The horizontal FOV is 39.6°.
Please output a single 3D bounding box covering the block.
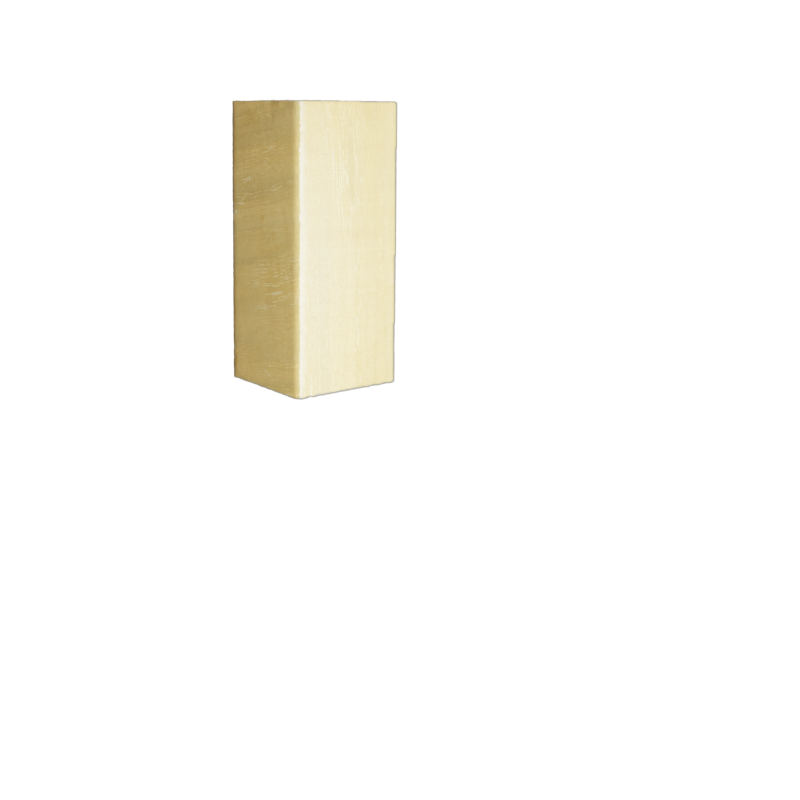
[{"bbox_3d":[-0.064,-0.116,0.815,0.088,0.202,0.095,-6,11,-38],"label":"block"}]
